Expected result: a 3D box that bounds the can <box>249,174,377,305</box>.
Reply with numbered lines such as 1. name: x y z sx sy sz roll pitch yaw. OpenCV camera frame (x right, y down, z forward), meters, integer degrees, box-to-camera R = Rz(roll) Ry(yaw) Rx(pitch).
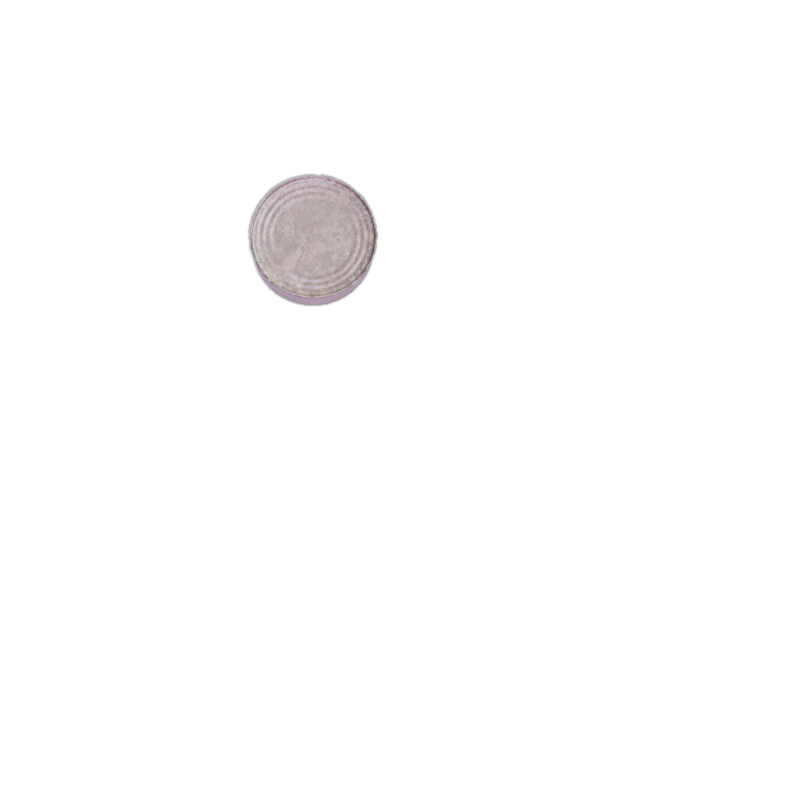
1. can: -0.059 -0.108 0.760 0.086 0.089 0.032 0 -14 -1
